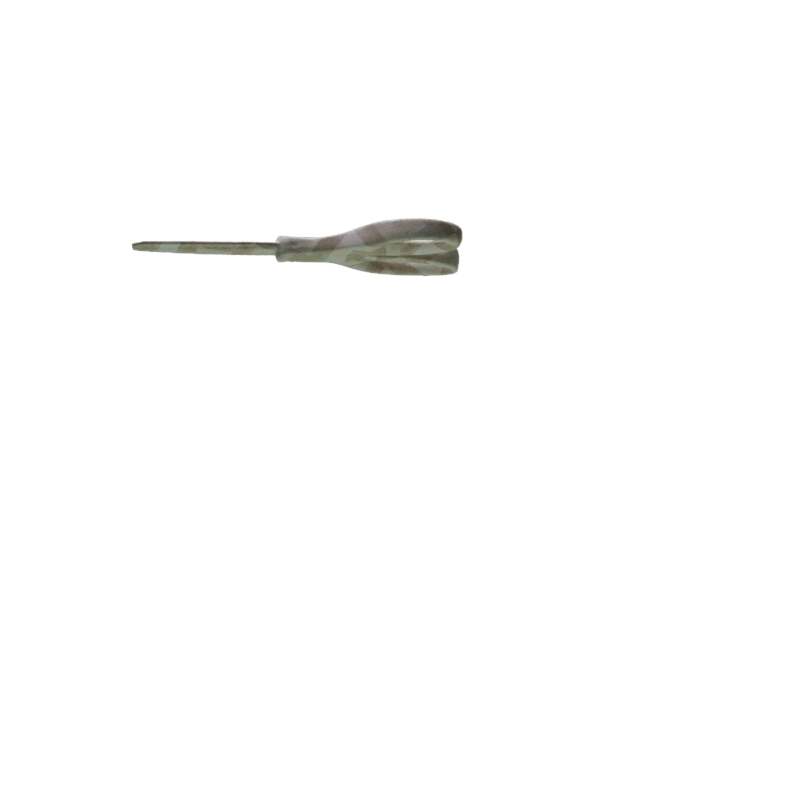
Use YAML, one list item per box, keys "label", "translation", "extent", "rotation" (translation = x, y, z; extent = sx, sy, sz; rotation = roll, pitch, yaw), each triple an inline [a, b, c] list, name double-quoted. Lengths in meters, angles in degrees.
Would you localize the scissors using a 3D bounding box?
- label: "scissors"
  translation: [-0.052, -0.094, 0.660]
  extent: [0.196, 0.016, 0.096]
  rotation: [3, -10, -19]
